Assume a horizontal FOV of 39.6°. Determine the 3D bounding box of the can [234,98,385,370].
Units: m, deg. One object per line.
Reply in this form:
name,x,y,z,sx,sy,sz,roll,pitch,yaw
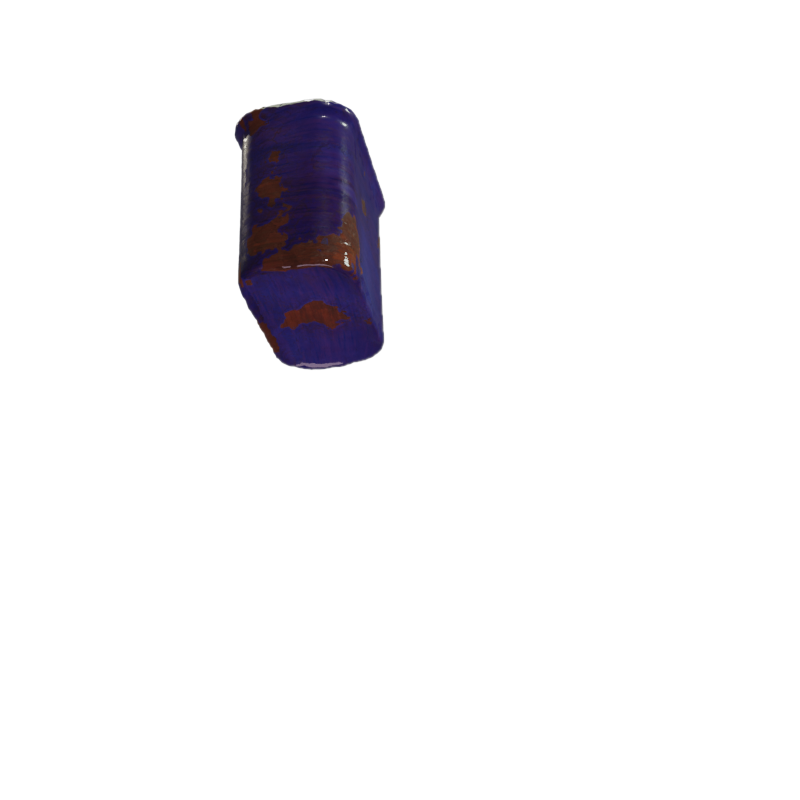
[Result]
can,-0.040,-0.073,0.508,0.058,0.089,0.095,-7,-29,9
